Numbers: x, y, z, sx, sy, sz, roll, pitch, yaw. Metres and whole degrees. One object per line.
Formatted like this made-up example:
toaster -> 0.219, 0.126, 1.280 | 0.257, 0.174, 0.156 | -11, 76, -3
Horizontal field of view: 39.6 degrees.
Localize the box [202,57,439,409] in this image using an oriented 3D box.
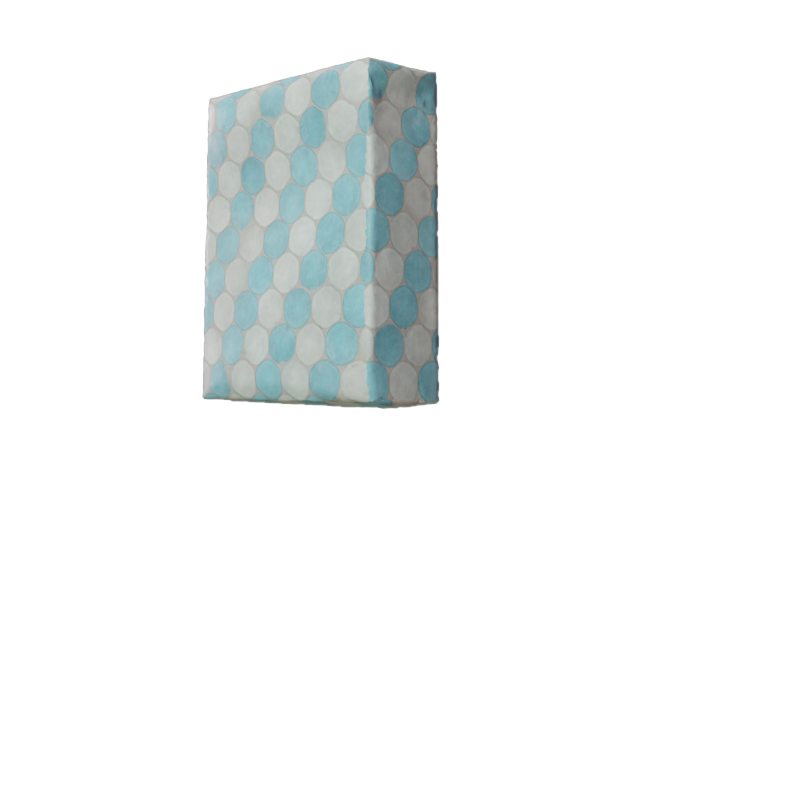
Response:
box -> -0.058, -0.105, 0.735 | 0.170, 0.216, 0.069 | -3, -5, 44
